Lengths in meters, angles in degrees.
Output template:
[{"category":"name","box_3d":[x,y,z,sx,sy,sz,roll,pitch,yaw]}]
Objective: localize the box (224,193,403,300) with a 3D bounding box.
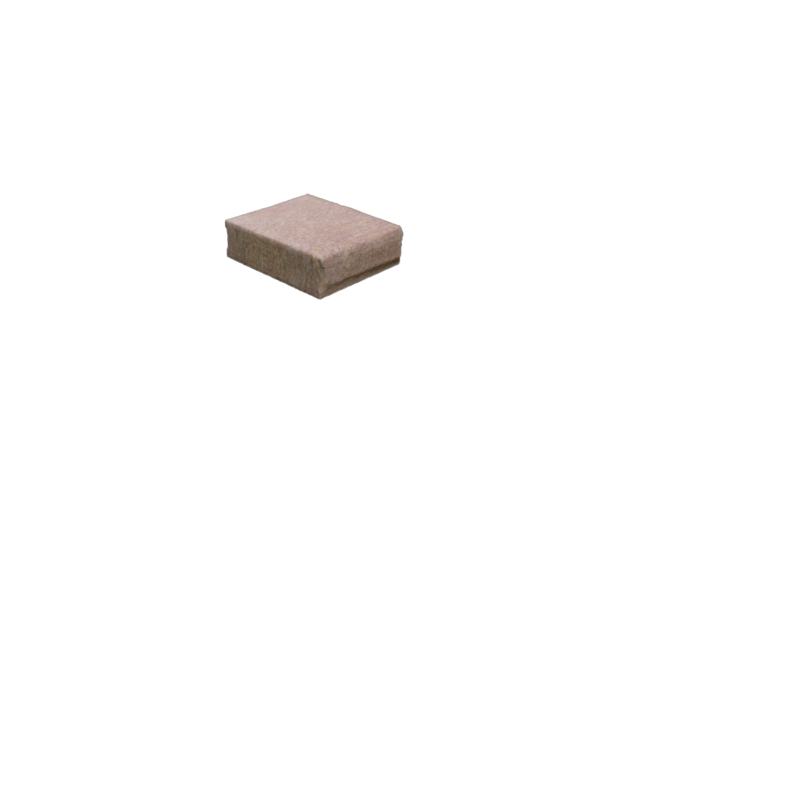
[{"category":"box","box_3d":[-0.055,-0.100,0.699,0.095,0.029,0.072,25,37,38]}]
